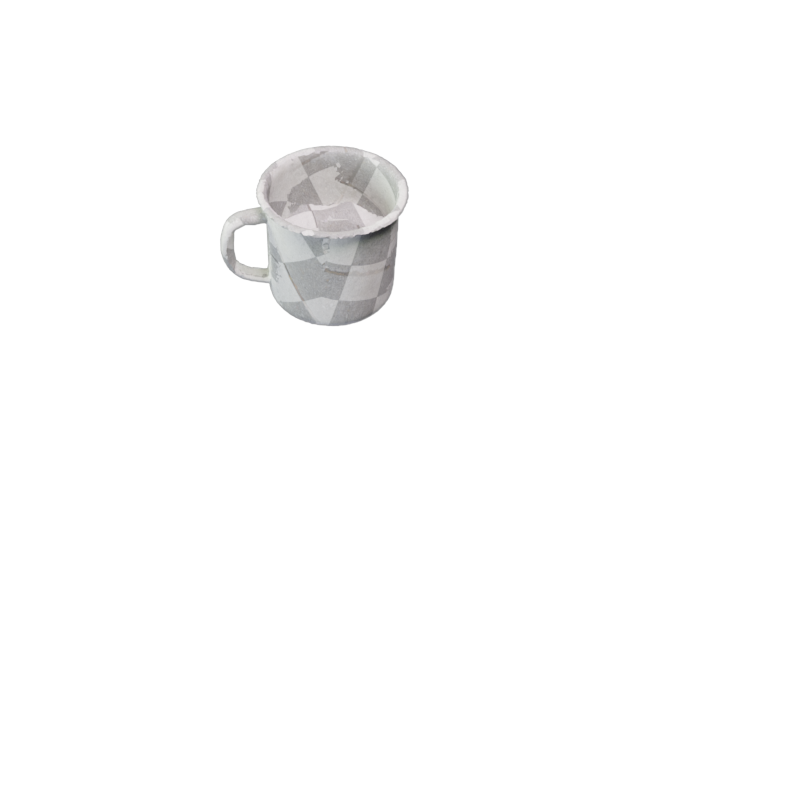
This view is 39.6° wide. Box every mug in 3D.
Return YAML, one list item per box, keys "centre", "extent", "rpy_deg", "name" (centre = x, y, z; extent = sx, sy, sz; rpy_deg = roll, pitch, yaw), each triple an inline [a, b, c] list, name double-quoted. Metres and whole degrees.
- centre: [-0.055, -0.100, 0.699]
  extent: [0.116, 0.076, 0.101]
  rpy_deg: [-8, 44, -10]
  name: "mug"
